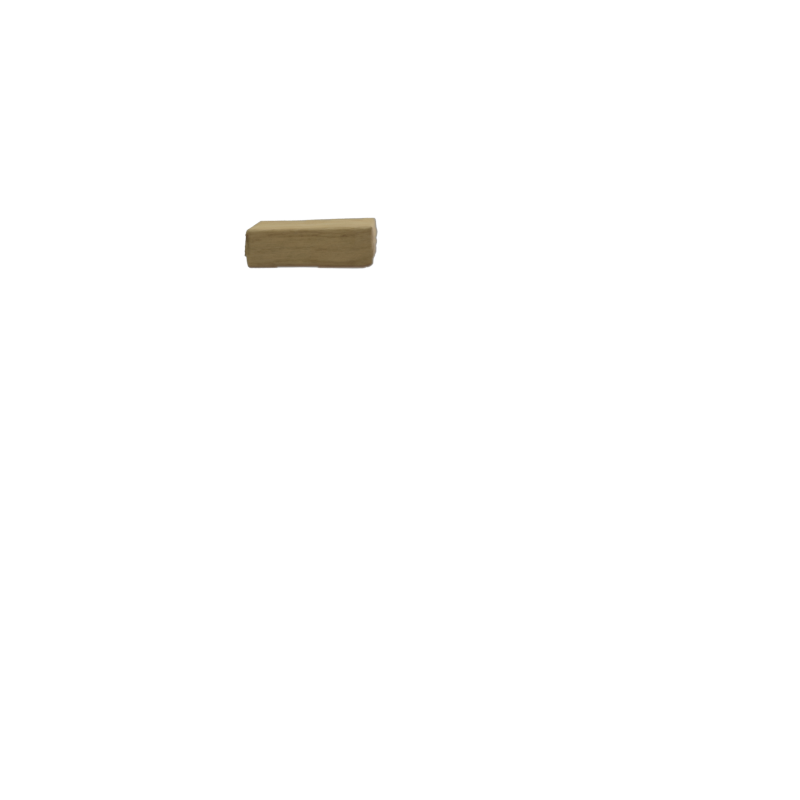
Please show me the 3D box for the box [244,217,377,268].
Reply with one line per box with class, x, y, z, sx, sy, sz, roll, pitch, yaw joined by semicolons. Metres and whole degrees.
box;-0.078;-0.142;0.997;0.114;0.038;0.092;1;14;3
